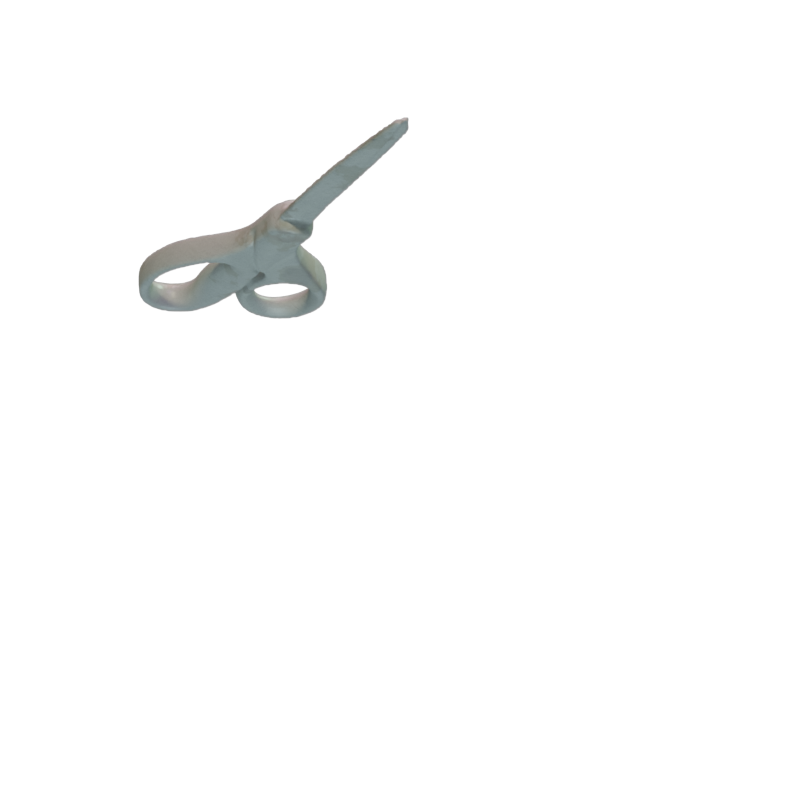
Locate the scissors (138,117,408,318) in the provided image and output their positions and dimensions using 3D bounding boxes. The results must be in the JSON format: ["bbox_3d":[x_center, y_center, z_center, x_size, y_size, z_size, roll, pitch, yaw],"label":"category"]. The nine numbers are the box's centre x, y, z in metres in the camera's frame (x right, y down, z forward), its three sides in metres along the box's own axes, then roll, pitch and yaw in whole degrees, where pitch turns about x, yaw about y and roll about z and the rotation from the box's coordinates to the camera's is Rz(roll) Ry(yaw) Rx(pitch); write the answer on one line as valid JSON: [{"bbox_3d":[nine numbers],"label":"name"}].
[{"bbox_3d":[-0.037,-0.068,0.474,0.091,0.016,0.204,14,-21,-42],"label":"scissors"}]
